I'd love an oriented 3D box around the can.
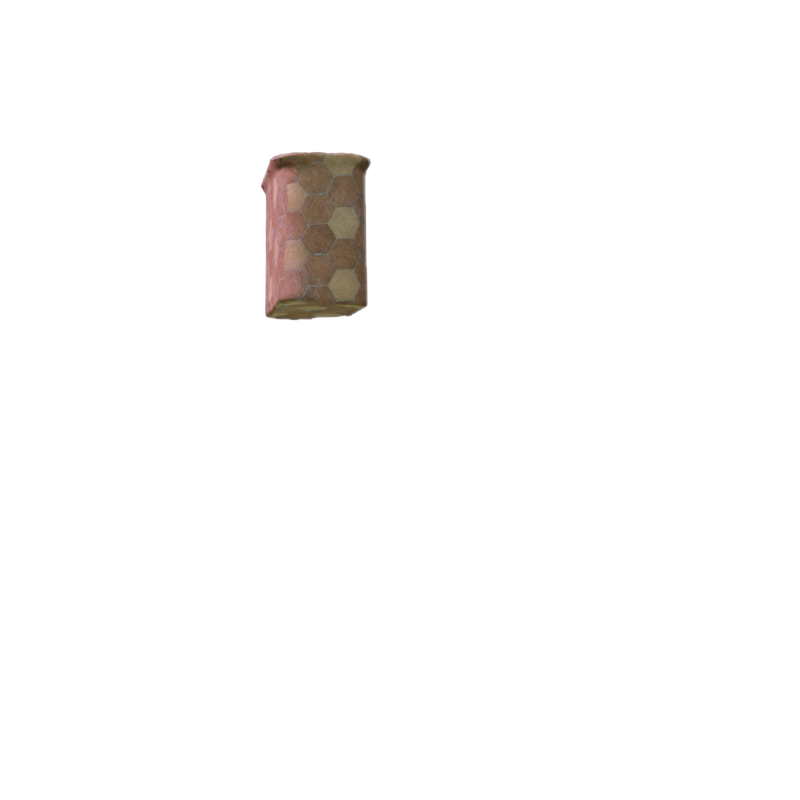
[{"bbox_3d":[-0.051,-0.093,0.649,0.057,0.085,0.102,1,-5,-11],"label":"can"}]
